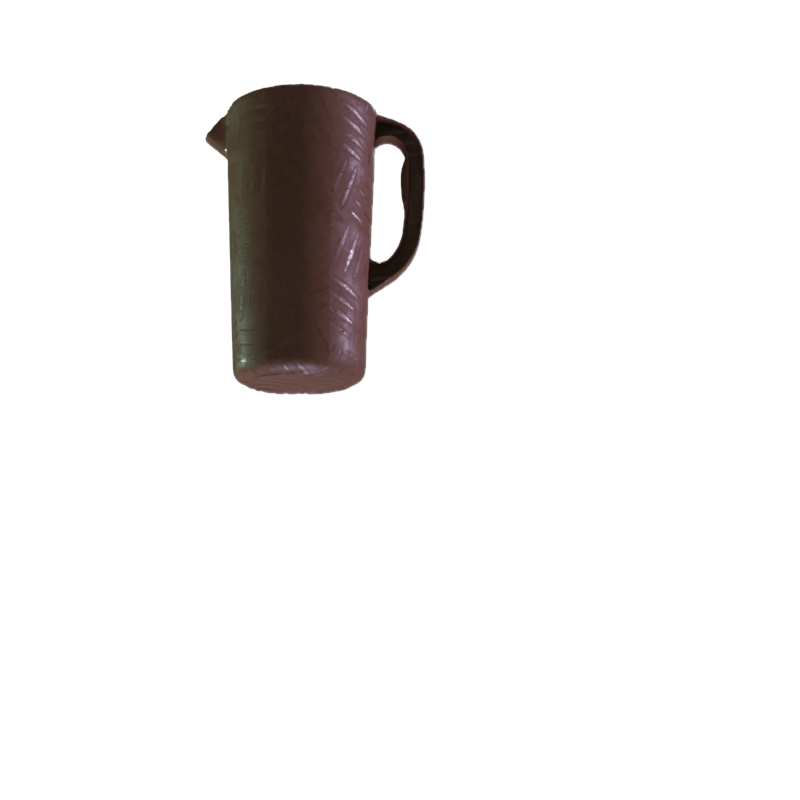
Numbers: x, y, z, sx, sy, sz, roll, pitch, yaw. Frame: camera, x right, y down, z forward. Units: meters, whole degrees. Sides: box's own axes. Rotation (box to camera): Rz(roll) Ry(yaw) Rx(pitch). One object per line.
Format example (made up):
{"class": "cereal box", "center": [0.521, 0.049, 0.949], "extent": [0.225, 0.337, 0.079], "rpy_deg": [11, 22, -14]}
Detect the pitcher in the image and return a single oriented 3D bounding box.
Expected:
{"class": "pitcher", "center": [-0.073, -0.133, 0.931], "extent": [0.152, 0.253, 0.137], "rpy_deg": [-16, -22, 42]}
